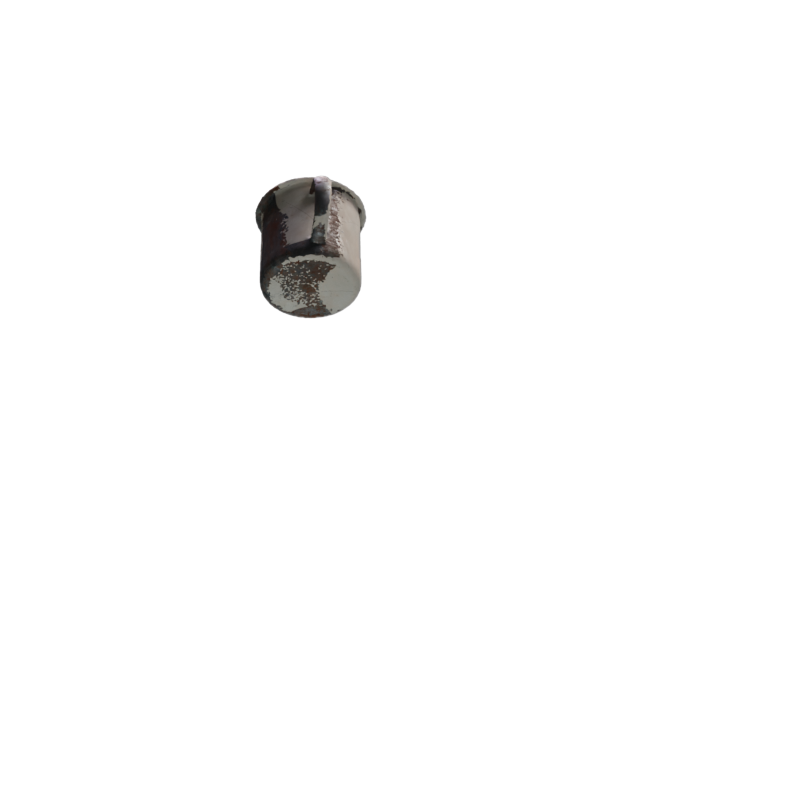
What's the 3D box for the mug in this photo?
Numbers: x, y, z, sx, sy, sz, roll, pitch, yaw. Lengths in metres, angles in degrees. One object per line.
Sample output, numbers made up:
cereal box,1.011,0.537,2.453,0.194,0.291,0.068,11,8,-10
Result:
mug,-0.070,-0.128,0.897,0.092,0.087,0.111,7,-40,-11
